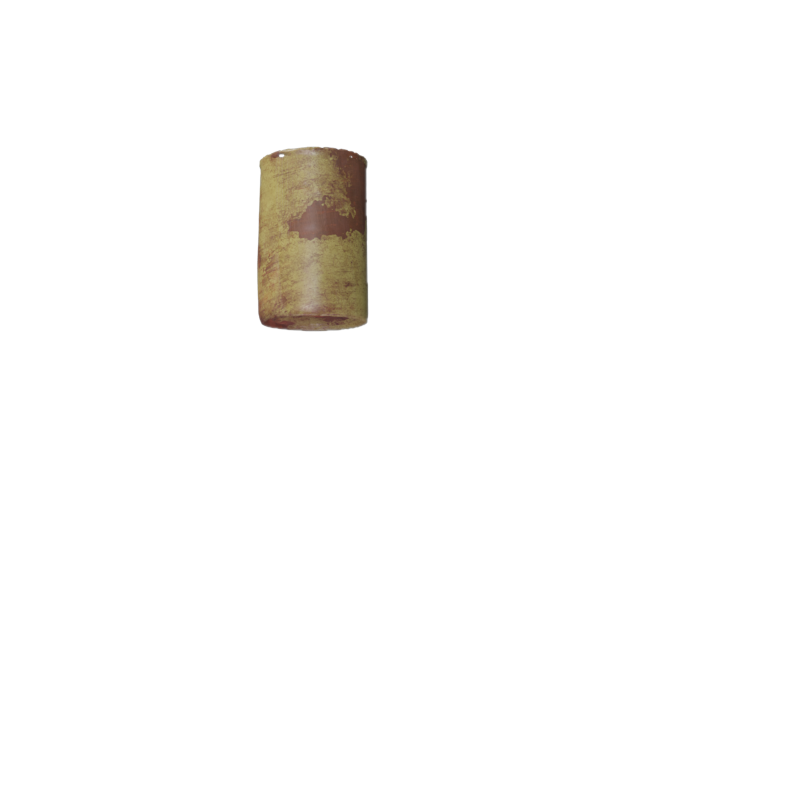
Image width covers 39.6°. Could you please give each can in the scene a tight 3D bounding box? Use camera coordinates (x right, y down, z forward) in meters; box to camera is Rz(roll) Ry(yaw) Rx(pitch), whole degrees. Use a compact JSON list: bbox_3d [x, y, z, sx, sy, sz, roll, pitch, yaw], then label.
[{"bbox_3d":[-0.053,-0.098,0.683,0.068,0.105,0.067,0,-10,-2],"label":"can"}]
